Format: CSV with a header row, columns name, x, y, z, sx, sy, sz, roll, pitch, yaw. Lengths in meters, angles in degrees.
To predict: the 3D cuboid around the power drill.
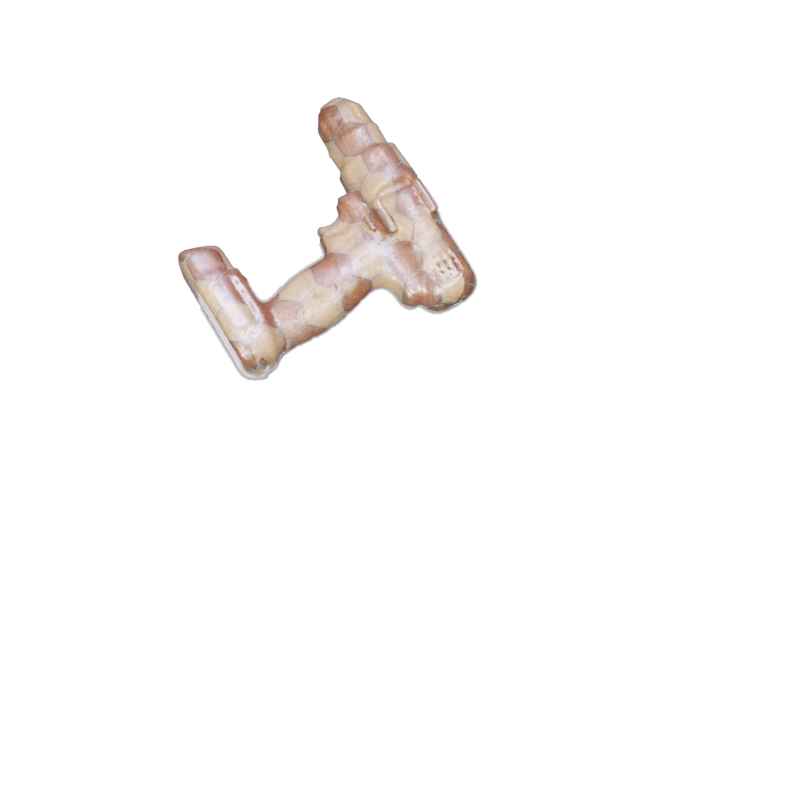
name,x,y,z,sx,sy,sz,roll,pitch,yaw
power drill,-0.063,-0.116,0.810,0.187,0.193,0.055,-29,-17,-10
